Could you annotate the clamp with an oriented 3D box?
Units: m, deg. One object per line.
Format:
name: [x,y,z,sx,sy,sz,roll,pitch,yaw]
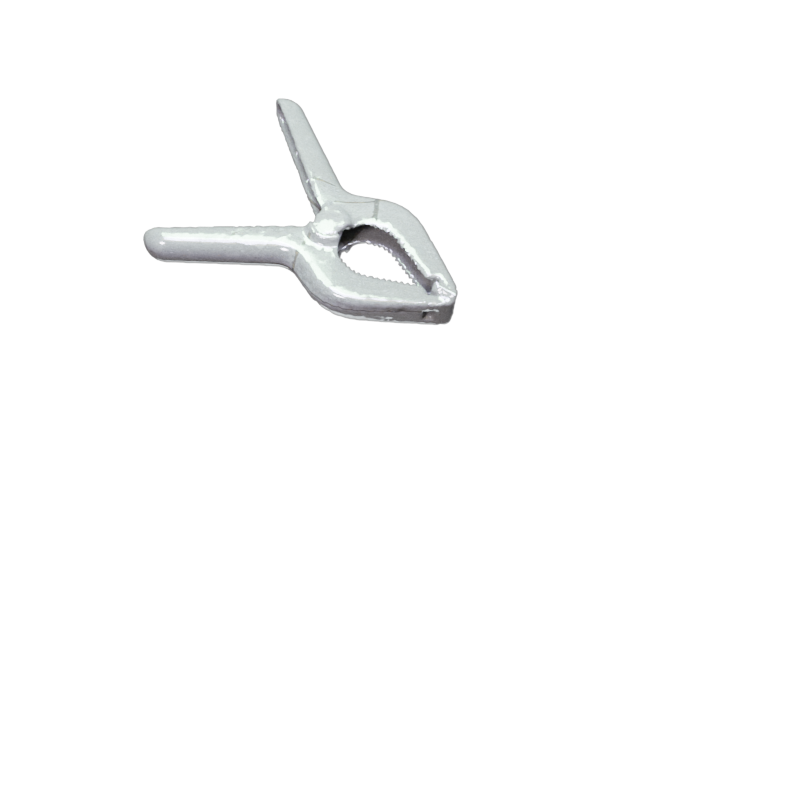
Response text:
clamp: [-0.060,-0.109,0.761,0.221,0.167,0.034,37,-25,20]
